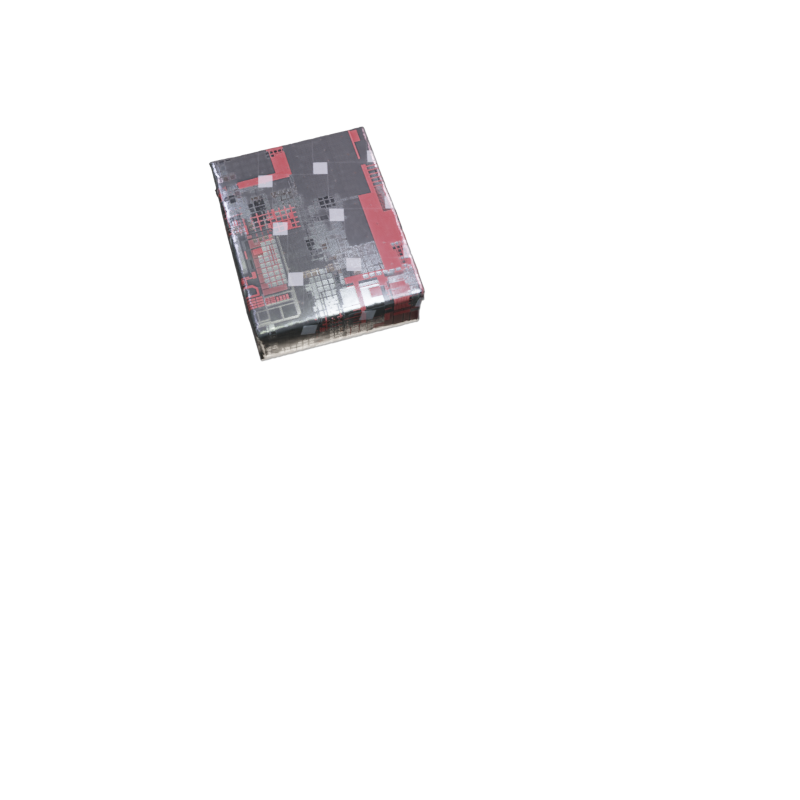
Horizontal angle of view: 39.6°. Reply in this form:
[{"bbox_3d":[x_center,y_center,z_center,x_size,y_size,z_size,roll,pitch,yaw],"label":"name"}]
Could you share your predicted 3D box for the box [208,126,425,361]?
[{"bbox_3d":[-0.047,-0.086,0.600,0.089,0.121,0.037,-15,-28,-9],"label":"box"}]
